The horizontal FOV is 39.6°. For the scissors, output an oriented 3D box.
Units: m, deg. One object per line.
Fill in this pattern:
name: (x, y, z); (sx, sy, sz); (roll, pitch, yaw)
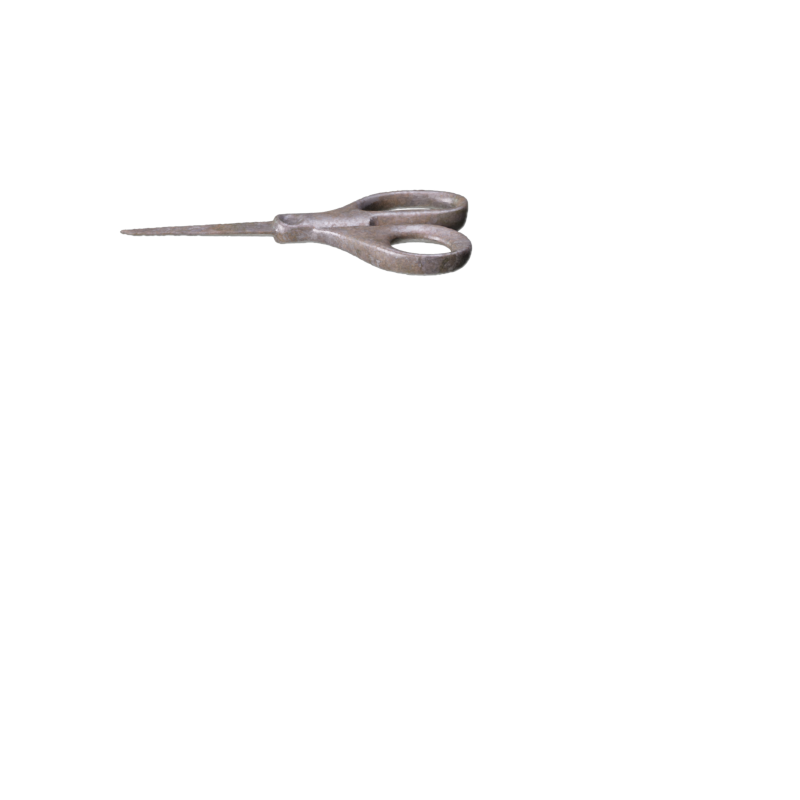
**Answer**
scissors: (-0.049, -0.089, 0.622); (0.199, 0.015, 0.104); (-11, 35, -17)
